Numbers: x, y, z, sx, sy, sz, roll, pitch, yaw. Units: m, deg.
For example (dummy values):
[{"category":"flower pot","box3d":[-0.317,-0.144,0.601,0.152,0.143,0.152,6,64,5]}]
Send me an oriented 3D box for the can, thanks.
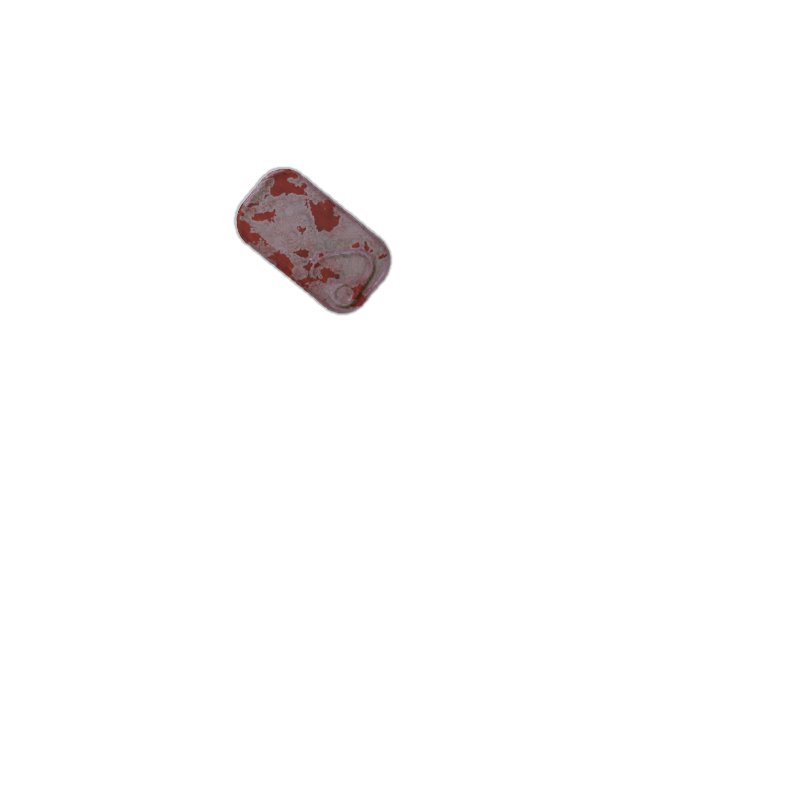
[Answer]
[{"category":"can","box3d":[-0.058,-0.107,0.747,0.102,0.057,0.084,39,2,-3]}]
